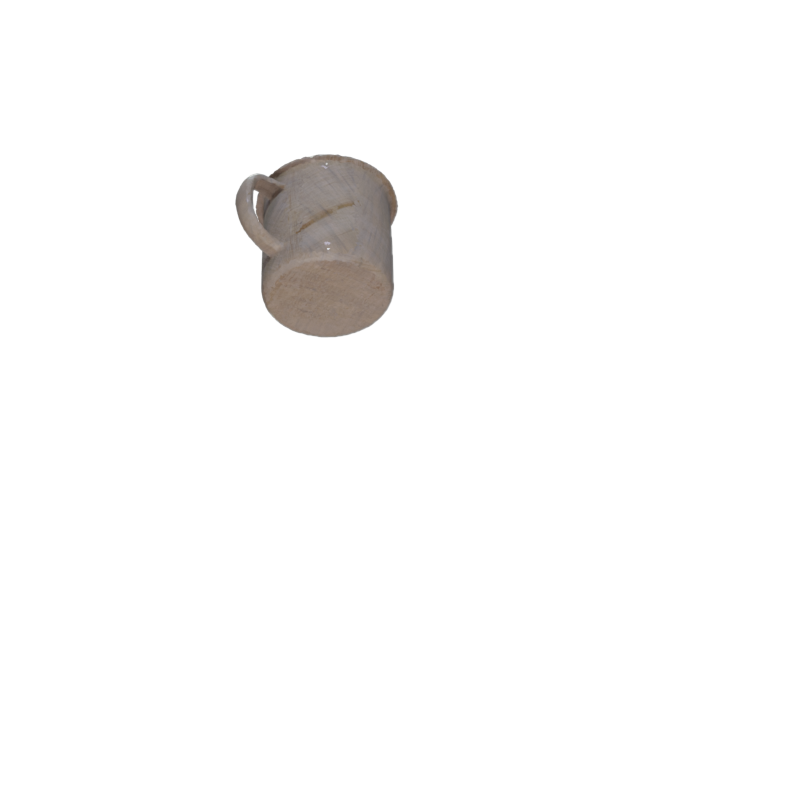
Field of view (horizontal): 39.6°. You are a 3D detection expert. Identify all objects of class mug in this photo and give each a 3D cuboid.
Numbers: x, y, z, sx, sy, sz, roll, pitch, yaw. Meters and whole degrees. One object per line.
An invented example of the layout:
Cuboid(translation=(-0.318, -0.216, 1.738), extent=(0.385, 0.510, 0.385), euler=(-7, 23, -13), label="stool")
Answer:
Cuboid(translation=(-0.054, -0.099, 0.694), extent=(0.092, 0.087, 0.110), euler=(-33, -50, 32), label="mug")
